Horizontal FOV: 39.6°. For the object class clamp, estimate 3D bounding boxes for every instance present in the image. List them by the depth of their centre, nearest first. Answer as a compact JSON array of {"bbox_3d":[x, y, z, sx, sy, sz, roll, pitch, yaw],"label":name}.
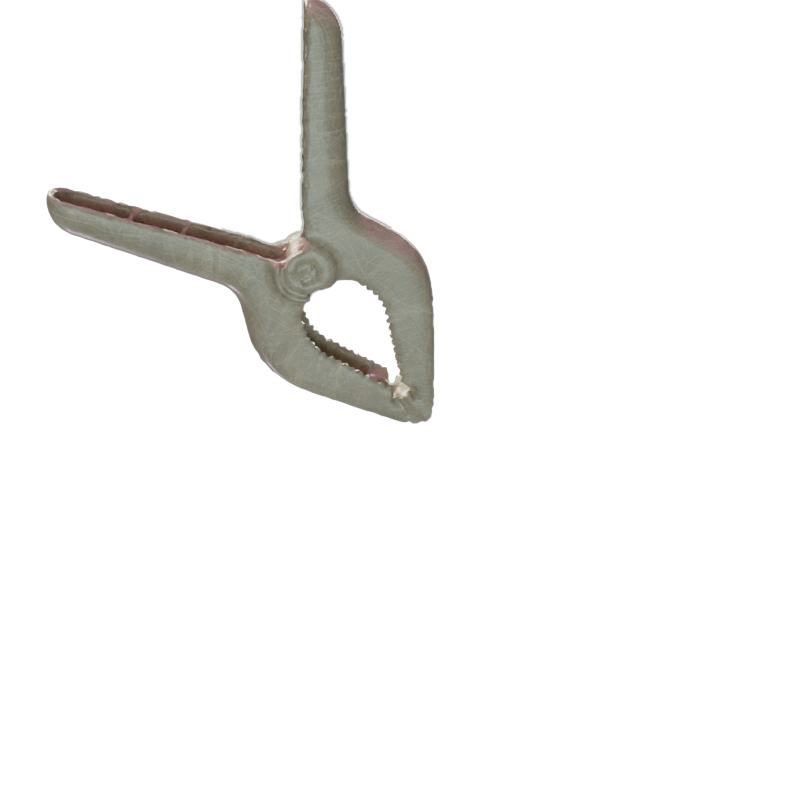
[{"bbox_3d":[-0.042,-0.077,0.536,0.163,0.202,0.038,-41,16,14],"label":"clamp"}]
